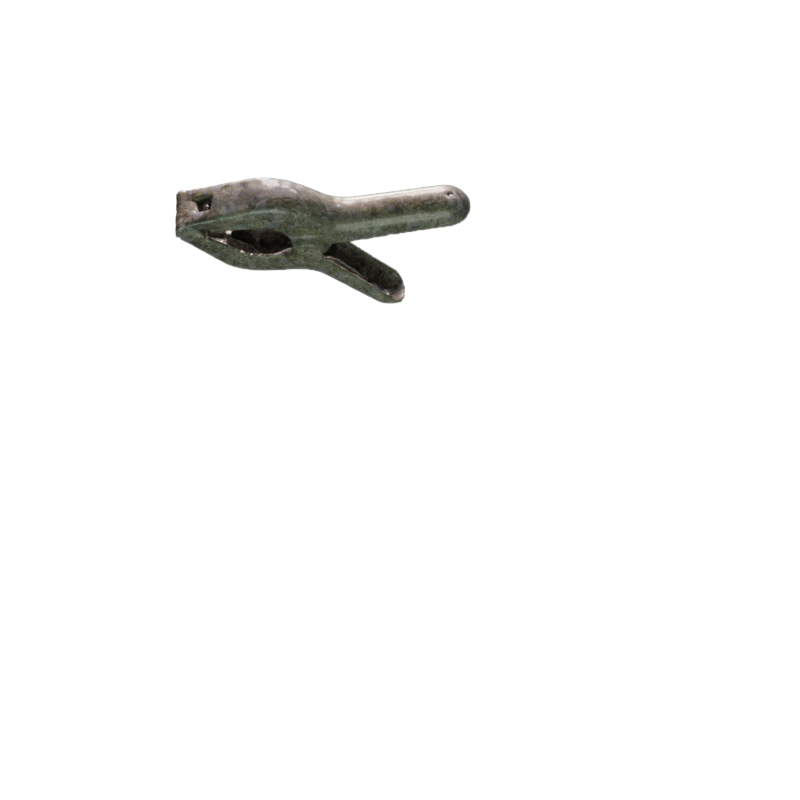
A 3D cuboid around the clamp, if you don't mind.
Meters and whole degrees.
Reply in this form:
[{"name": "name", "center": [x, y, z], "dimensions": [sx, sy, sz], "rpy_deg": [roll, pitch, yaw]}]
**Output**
[{"name": "clamp", "center": [-0.053, -0.097, 0.682], "dimensions": [0.169, 0.042, 0.114], "rpy_deg": [5, -33, -8]}]
